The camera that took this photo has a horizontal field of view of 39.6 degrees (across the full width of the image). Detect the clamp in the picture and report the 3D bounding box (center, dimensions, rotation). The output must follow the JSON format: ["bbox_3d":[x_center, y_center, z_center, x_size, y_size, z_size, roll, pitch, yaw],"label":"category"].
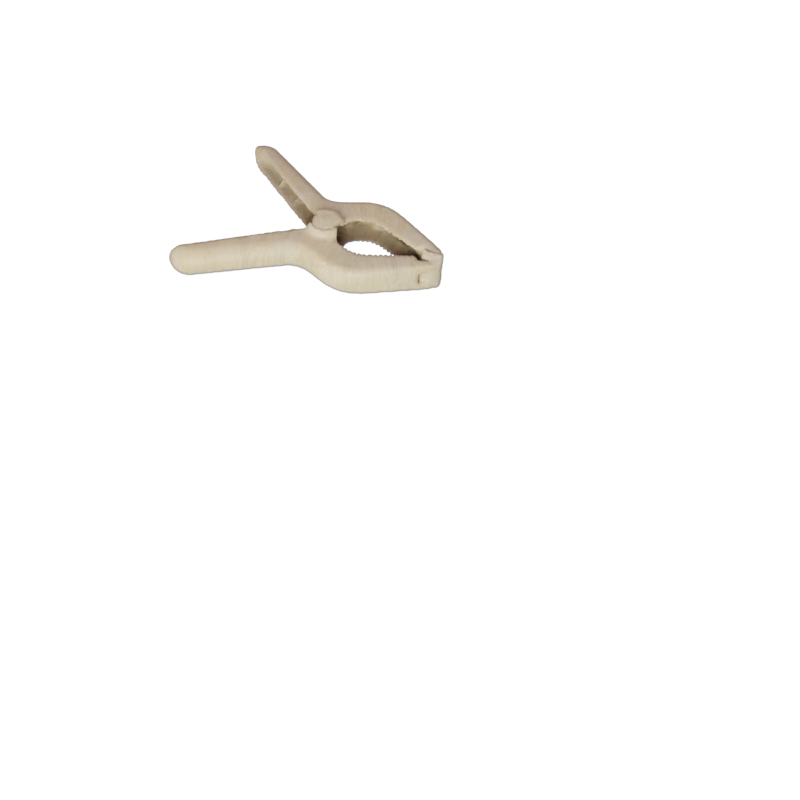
[{"bbox_3d":[-0.070,-0.128,0.897,0.219,0.034,0.169,23,51,20],"label":"clamp"}]
